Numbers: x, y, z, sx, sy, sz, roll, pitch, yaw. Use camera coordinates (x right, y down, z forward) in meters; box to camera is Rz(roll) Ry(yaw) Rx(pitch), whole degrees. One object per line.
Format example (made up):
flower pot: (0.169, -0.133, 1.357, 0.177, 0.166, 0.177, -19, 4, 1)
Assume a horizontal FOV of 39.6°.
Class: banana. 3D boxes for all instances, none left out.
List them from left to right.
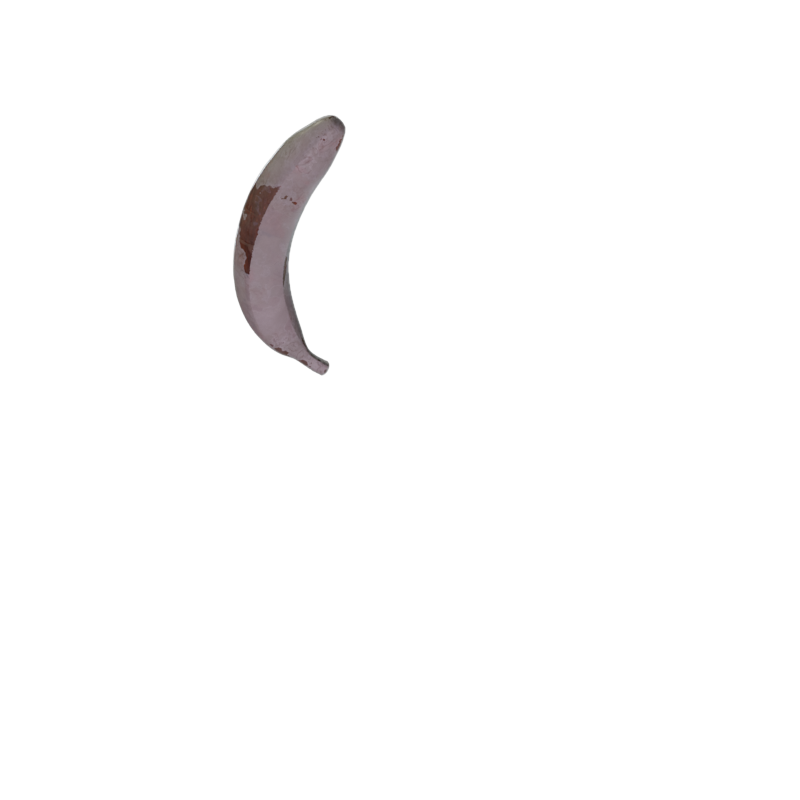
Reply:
banana: (-0.076, -0.103, 0.738, 0.069, 0.186, 0.039, 3, 36, -4)
